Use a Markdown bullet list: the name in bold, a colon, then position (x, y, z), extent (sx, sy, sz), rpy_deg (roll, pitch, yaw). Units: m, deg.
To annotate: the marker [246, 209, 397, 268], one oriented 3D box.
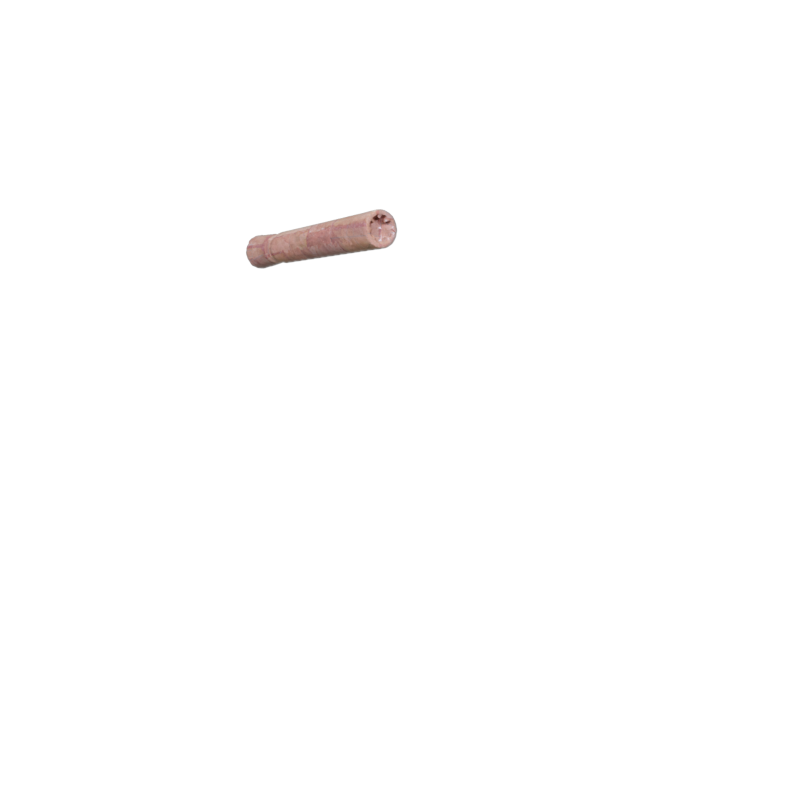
- **marker**: position (-0.045, -0.081, 0.571), extent (0.019, 0.020, 0.125), rpy_deg (-3, 2, -35)
